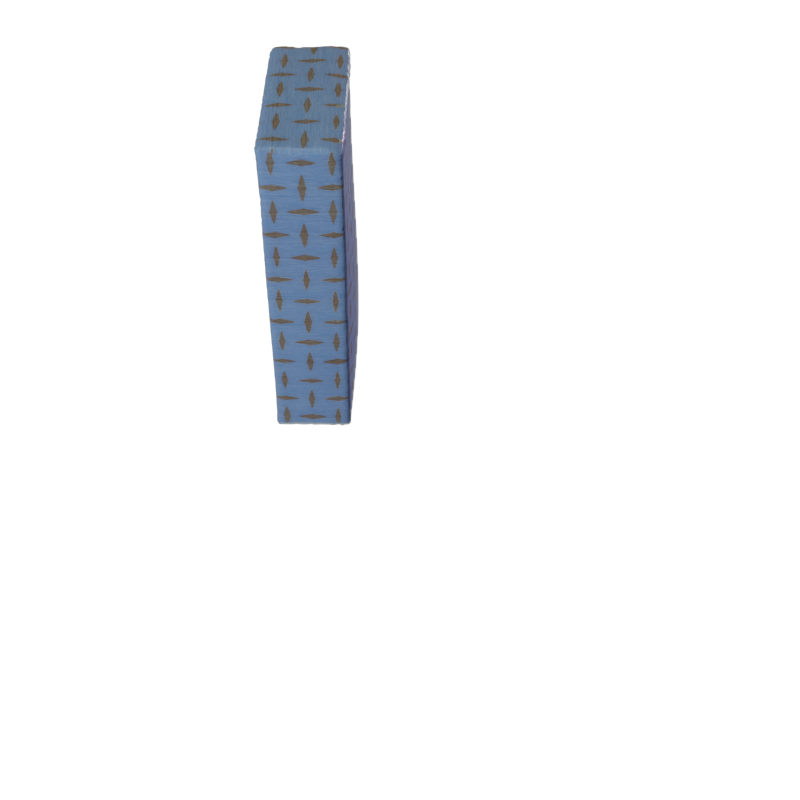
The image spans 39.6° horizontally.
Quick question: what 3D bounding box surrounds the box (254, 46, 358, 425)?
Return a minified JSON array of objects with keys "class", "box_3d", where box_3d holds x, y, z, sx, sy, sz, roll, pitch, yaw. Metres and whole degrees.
[{"class":"box","box_3d":[-0.044,-0.080,0.563,0.048,0.164,0.100,2,44,-2]}]
